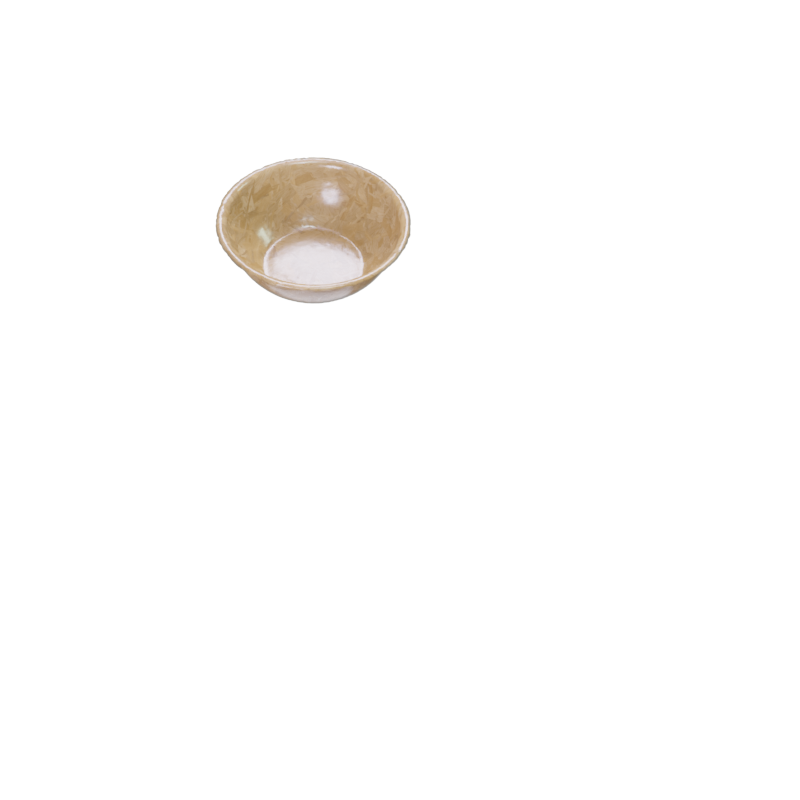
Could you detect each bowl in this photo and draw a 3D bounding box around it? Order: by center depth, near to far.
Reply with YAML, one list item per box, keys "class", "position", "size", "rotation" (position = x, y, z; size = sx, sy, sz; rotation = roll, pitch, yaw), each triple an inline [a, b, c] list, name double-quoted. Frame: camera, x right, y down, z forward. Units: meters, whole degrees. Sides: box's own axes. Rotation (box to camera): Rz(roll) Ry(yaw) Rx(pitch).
- class: "bowl"
  position: [-0.073, -0.134, 0.937]
  size: [0.162, 0.174, 0.051]
  rotation: [-1, -42, -1]
